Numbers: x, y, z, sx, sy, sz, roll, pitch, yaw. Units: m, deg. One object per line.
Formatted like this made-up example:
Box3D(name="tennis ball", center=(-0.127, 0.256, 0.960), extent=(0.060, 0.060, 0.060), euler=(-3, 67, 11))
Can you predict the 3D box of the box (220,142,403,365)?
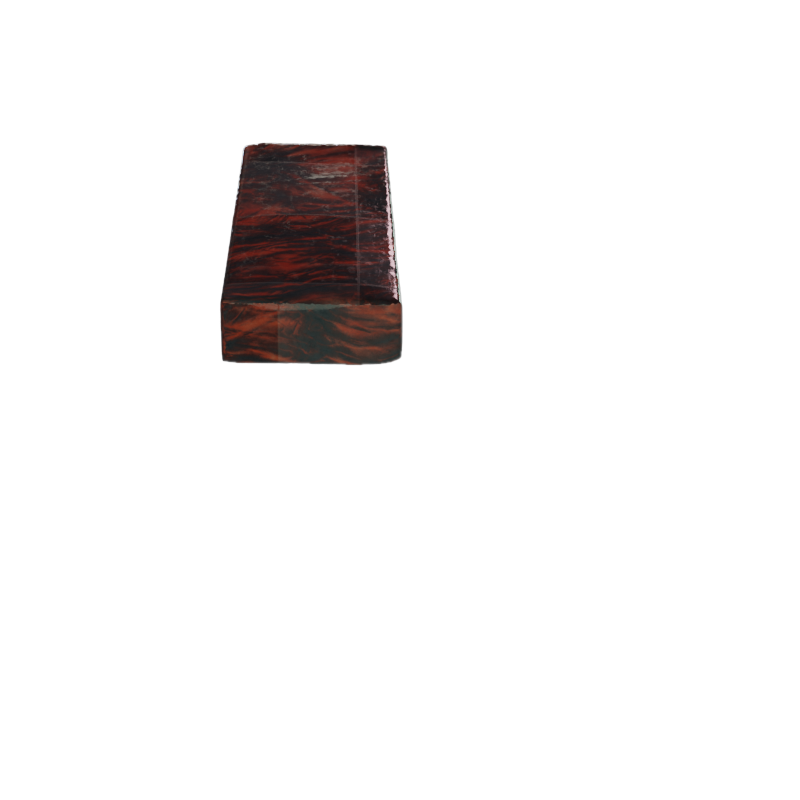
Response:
Box3D(name="box", center=(-0.049, -0.090, 0.630), extent=(0.093, 0.045, 0.189), euler=(-1, 39, -3))
